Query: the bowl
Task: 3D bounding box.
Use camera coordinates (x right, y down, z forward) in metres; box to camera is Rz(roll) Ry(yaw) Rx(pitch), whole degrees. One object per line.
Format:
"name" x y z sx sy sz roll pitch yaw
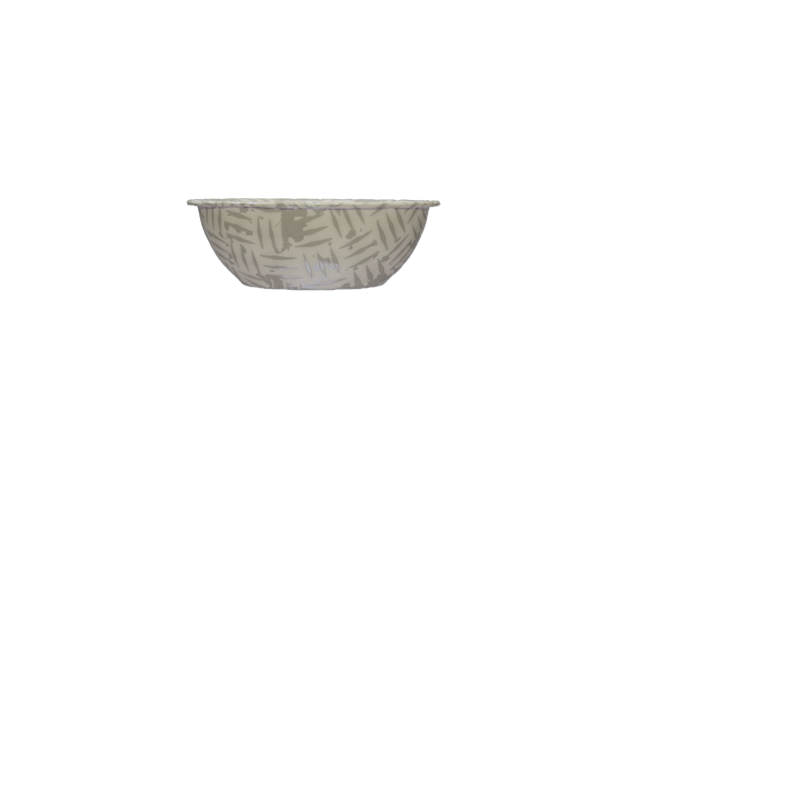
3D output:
"bowl" -0.055 -0.101 0.709 0.162 0.054 0.165 0 10 -2
